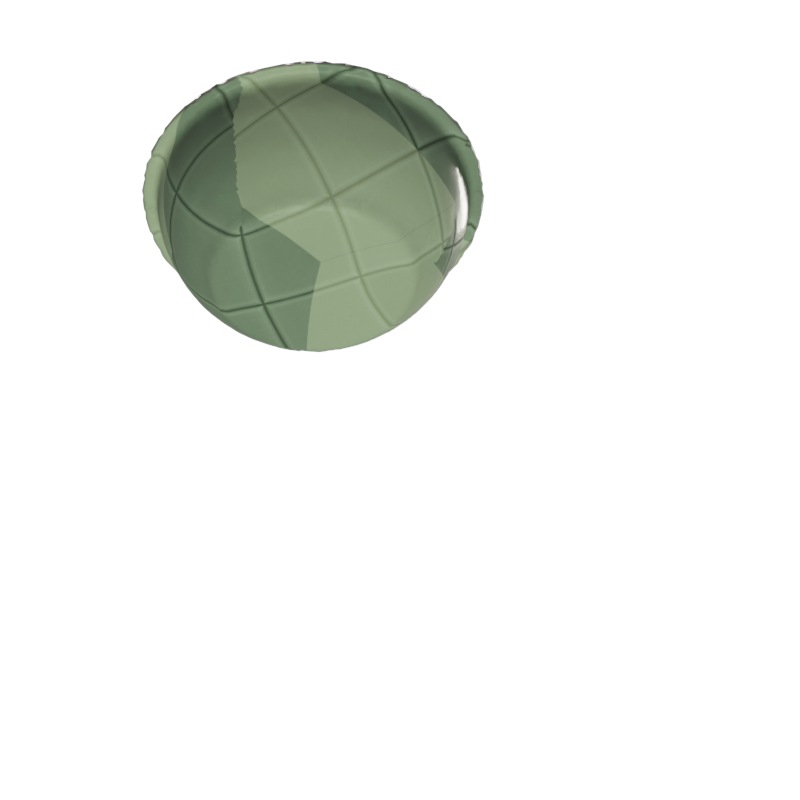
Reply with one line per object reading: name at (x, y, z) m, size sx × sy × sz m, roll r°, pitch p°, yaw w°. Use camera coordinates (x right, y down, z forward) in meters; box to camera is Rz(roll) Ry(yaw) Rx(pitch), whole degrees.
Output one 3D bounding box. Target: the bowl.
bowl at (-0.040, -0.073, 0.509) m, size 0.162 × 0.059 × 0.151 m, roll 1°, pitch -43°, yaw -1°
